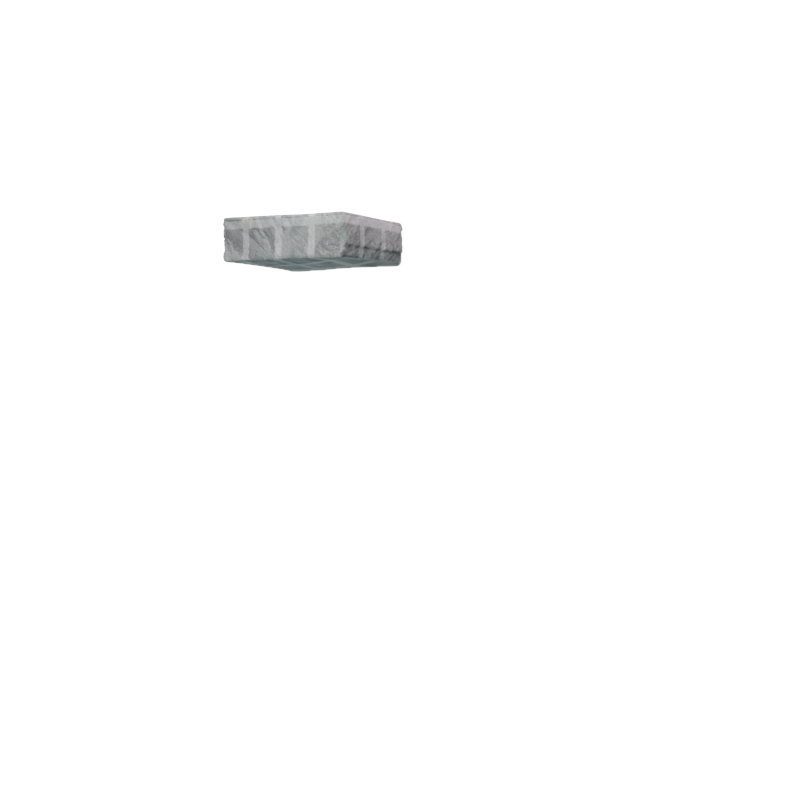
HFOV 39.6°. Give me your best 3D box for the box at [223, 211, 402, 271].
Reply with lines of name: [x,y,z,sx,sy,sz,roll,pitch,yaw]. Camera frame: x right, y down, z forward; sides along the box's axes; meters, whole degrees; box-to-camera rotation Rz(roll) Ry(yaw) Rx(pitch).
box: [-0.068,-0.124,0.866,0.117,0.039,0.086,0,0,31]
